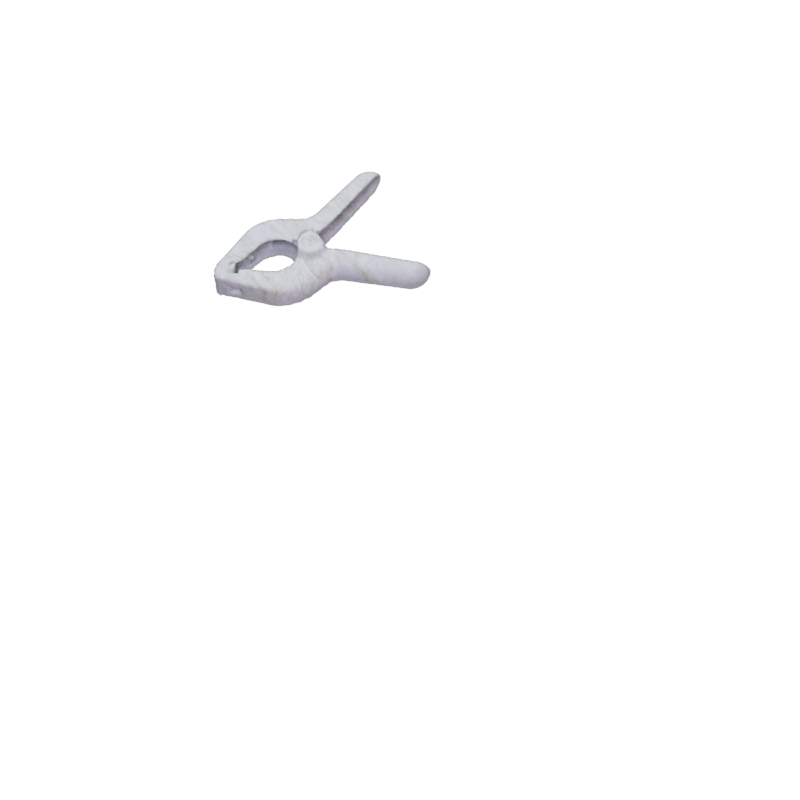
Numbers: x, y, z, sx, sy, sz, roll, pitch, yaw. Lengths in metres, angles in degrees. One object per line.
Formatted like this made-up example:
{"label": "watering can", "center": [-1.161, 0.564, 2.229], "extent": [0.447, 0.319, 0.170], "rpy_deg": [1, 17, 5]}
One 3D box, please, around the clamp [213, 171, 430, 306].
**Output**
{"label": "clamp", "center": [-0.071, -0.130, 0.913], "extent": [0.170, 0.130, 0.036], "rpy_deg": [-10, -39, -8]}
